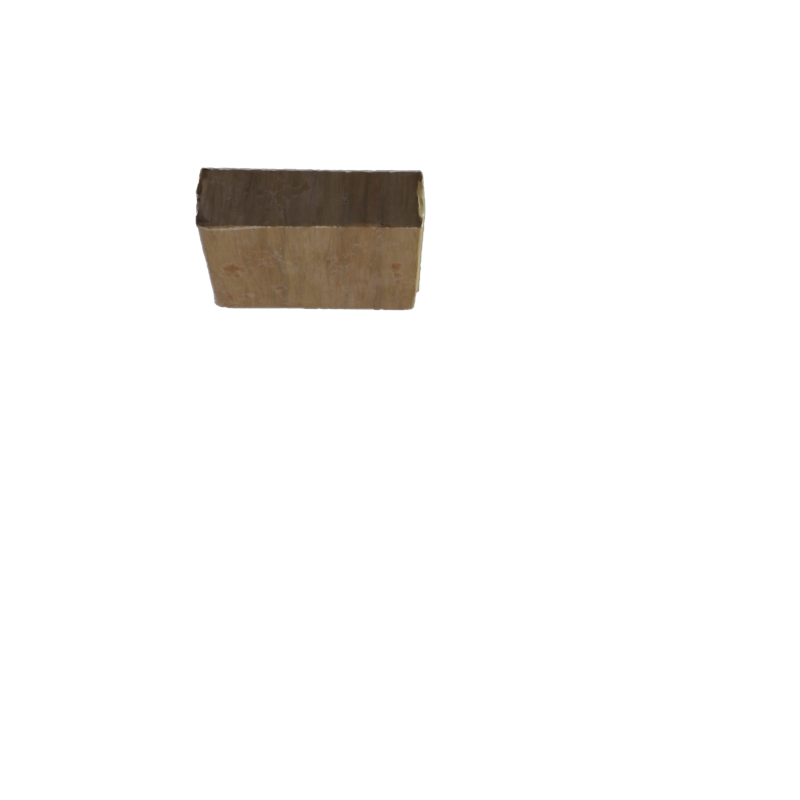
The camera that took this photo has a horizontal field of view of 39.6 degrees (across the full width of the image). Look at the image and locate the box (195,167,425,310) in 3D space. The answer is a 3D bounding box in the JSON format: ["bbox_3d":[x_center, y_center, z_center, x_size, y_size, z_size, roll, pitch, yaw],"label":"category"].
[{"bbox_3d":[-0.045,-0.082,0.575,0.113,0.041,0.085,0,-25,0],"label":"box"}]
